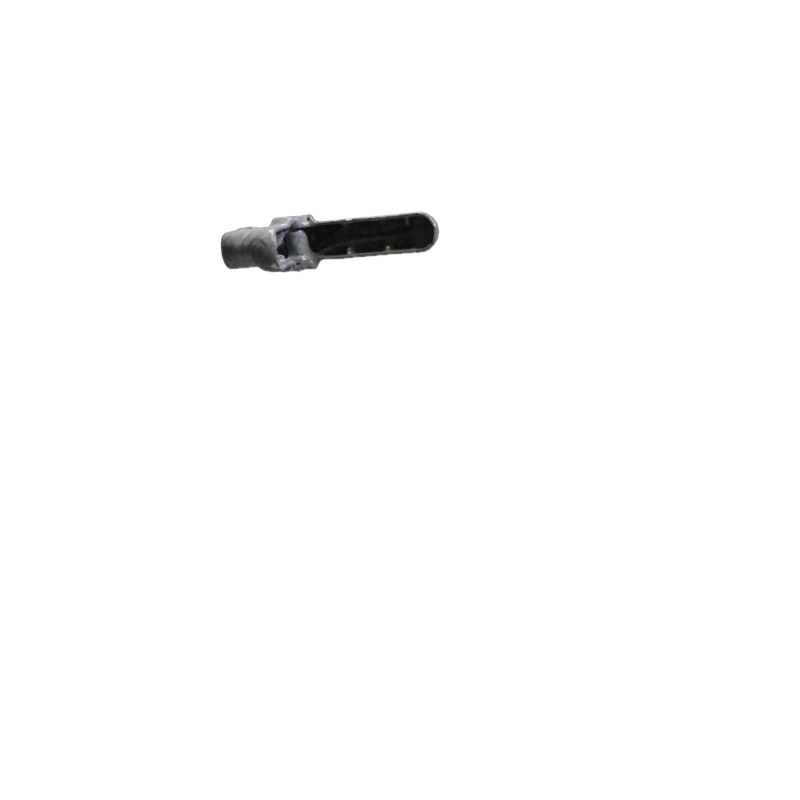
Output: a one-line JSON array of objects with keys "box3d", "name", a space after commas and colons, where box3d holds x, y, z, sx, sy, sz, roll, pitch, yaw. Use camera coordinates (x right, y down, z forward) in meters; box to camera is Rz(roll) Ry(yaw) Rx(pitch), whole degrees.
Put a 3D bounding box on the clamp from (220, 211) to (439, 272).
[{"box3d": [-0.056, -0.102, 0.712, 0.117, 0.039, 0.178, -4, 10, -21], "name": "clamp"}]
